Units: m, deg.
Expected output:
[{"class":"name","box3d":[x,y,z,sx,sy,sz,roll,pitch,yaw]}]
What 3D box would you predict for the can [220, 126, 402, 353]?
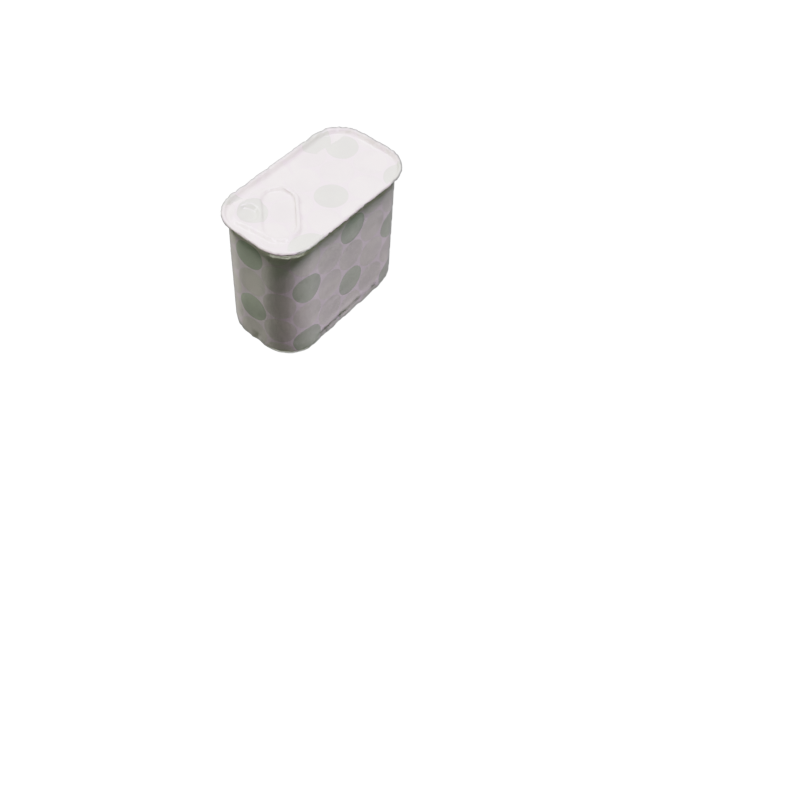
[{"class":"can","box3d":[-0.048,-0.087,0.610,0.061,0.078,0.103,32,56,23]}]
